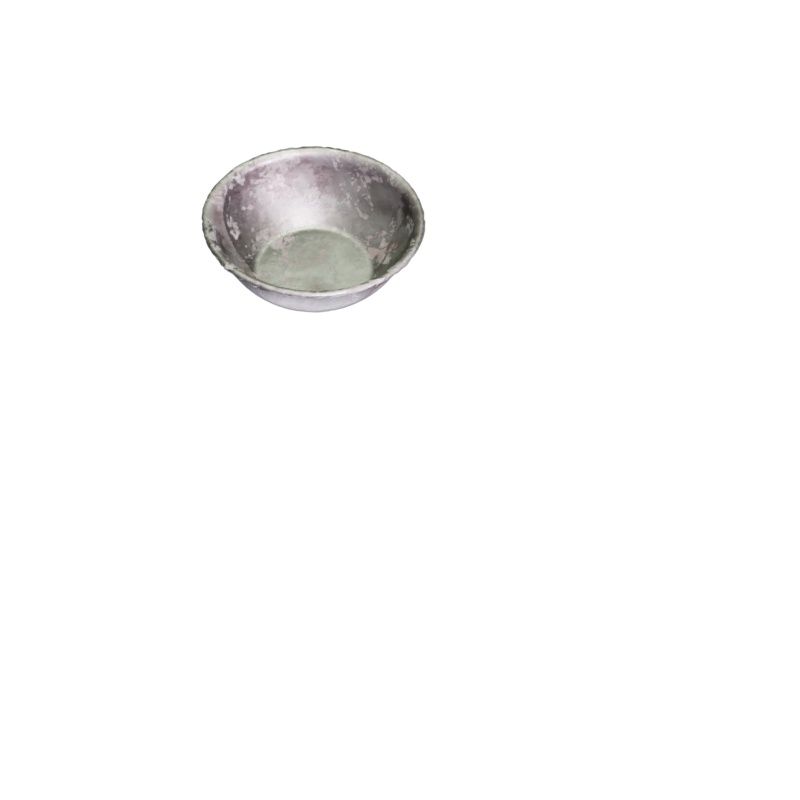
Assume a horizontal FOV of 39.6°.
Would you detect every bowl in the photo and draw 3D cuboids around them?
[{"bbox_3d":[-0.064,-0.117,0.817,0.162,0.174,0.051,-1,-43,-1],"label":"bowl"}]
